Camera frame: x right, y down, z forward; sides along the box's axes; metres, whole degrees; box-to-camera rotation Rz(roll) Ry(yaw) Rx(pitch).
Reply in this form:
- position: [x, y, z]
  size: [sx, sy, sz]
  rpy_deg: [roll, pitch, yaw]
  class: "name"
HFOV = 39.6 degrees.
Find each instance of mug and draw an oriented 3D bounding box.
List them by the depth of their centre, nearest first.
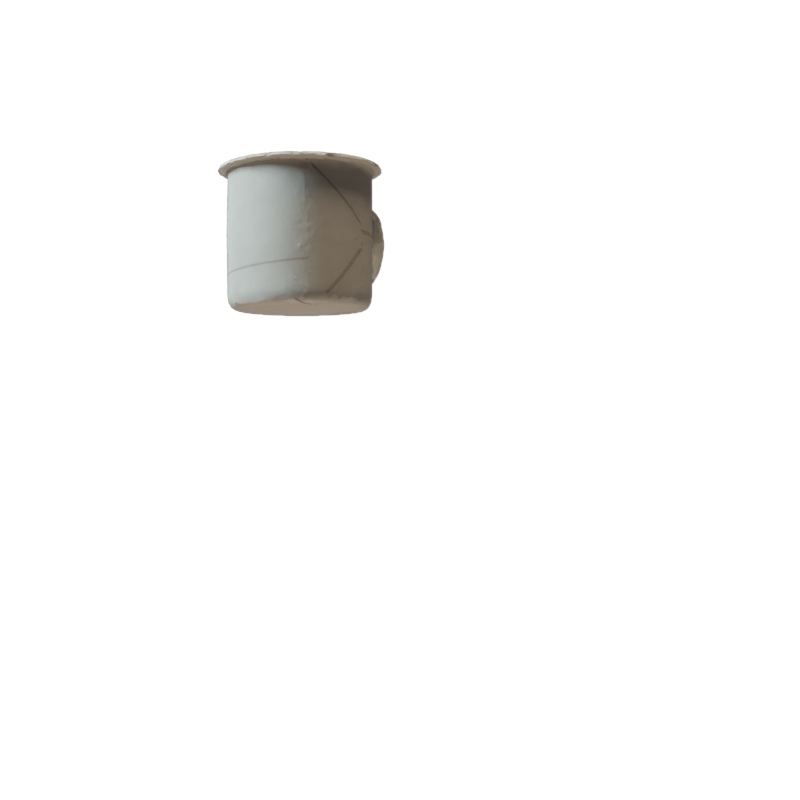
- position: [-0.050, -0.091, 0.636]
  size: [0.096, 0.083, 0.112]
  rpy_deg: [-3, -5, 37]
  class: "mug"
